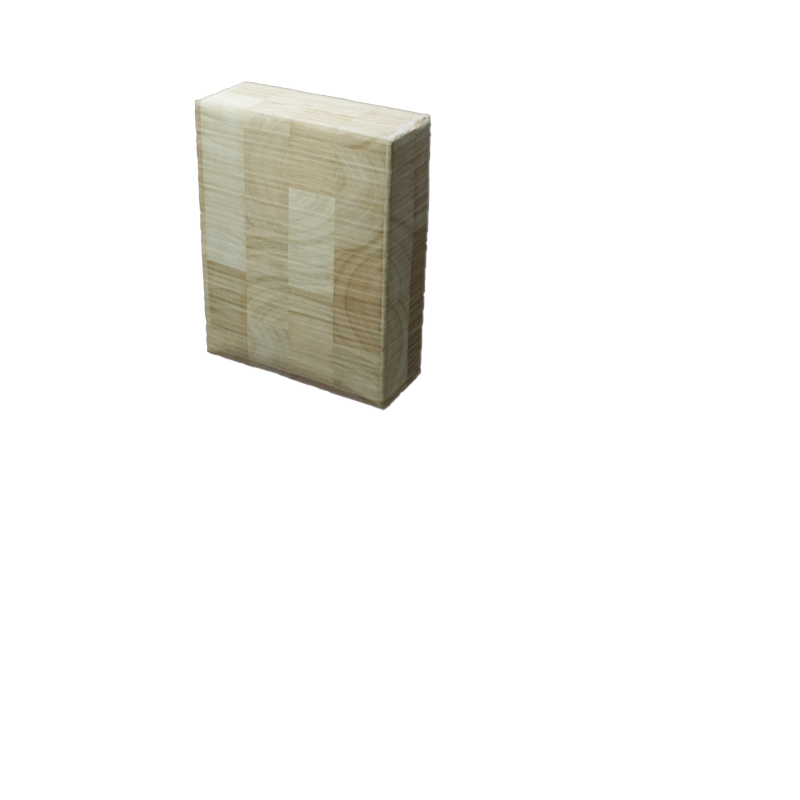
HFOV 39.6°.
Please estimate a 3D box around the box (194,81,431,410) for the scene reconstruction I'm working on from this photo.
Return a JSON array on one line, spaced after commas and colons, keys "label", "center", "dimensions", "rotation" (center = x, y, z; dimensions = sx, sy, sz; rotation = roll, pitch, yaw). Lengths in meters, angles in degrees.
[{"label": "box", "center": [-0.065, -0.118, 0.828], "dimensions": [0.172, 0.202, 0.072], "rotation": [17, 30, 27]}]
